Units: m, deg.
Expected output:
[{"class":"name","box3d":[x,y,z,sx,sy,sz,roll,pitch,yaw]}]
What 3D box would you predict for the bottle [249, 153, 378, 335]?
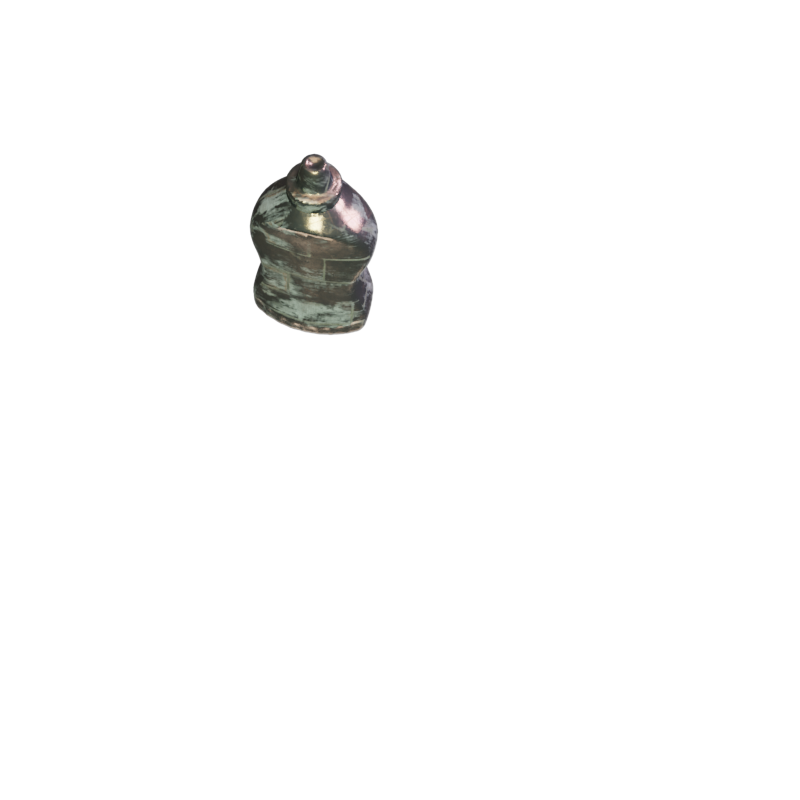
[{"class":"bottle","box3d":[-0.066,-0.122,0.849,0.097,0.061,0.180,16,-28,5]}]
